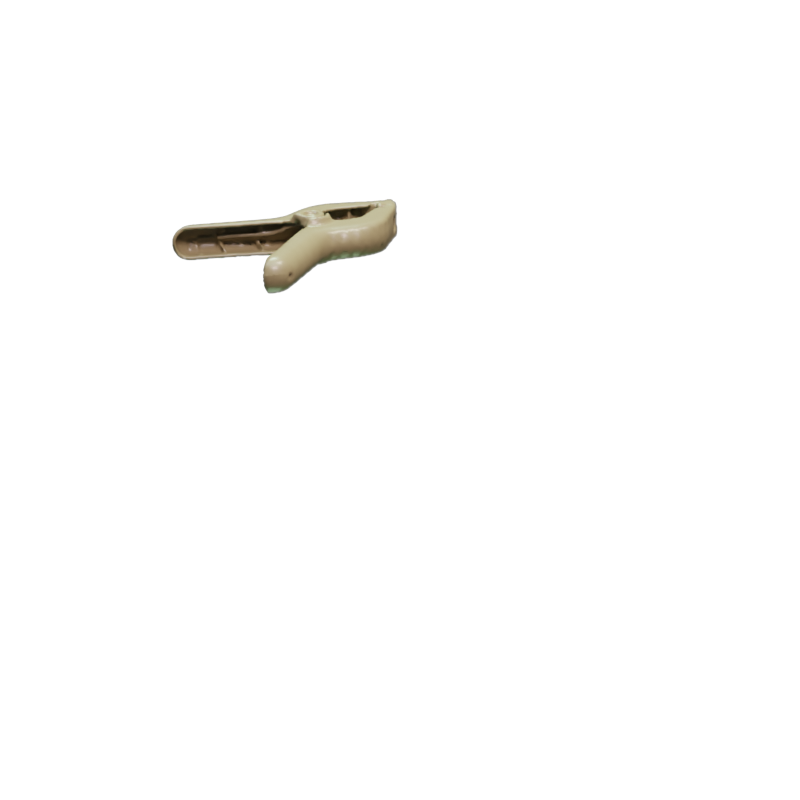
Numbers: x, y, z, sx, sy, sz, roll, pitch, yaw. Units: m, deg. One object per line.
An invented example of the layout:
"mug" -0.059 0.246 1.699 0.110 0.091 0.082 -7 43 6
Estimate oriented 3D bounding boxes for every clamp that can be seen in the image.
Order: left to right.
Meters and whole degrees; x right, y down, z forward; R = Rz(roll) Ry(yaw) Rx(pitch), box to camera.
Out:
"clamp" -0.061 -0.112 0.785 0.169 0.037 0.129 -18 34 -29
